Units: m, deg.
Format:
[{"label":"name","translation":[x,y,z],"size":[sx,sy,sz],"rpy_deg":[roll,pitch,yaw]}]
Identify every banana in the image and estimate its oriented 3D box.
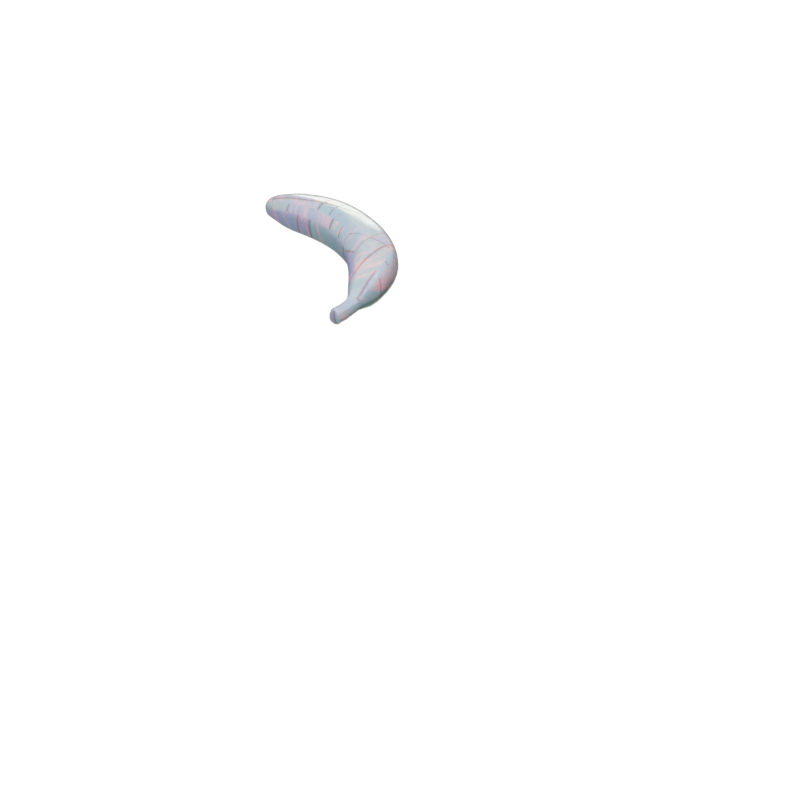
[{"label":"banana","translation":[-0.047,-0.120,0.838],"size":[0.068,0.035,0.212],"rpy_deg":[-9,32,-16]}]
